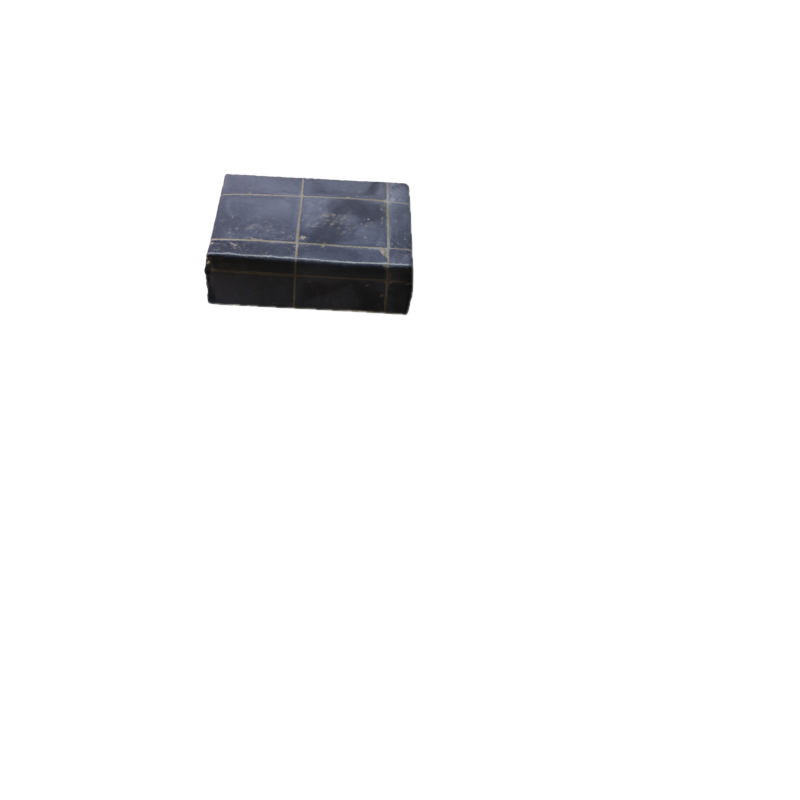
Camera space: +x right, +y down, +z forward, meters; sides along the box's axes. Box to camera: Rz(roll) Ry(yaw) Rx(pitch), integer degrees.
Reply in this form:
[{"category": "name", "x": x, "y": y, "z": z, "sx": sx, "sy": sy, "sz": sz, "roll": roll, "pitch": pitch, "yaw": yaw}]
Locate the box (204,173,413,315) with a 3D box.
[{"category": "box", "x": -0.049, "y": -0.090, "z": 0.629, "sx": 0.114, "sy": 0.036, "sz": 0.096, "roll": 1, "pitch": 36, "yaw": 1}]
